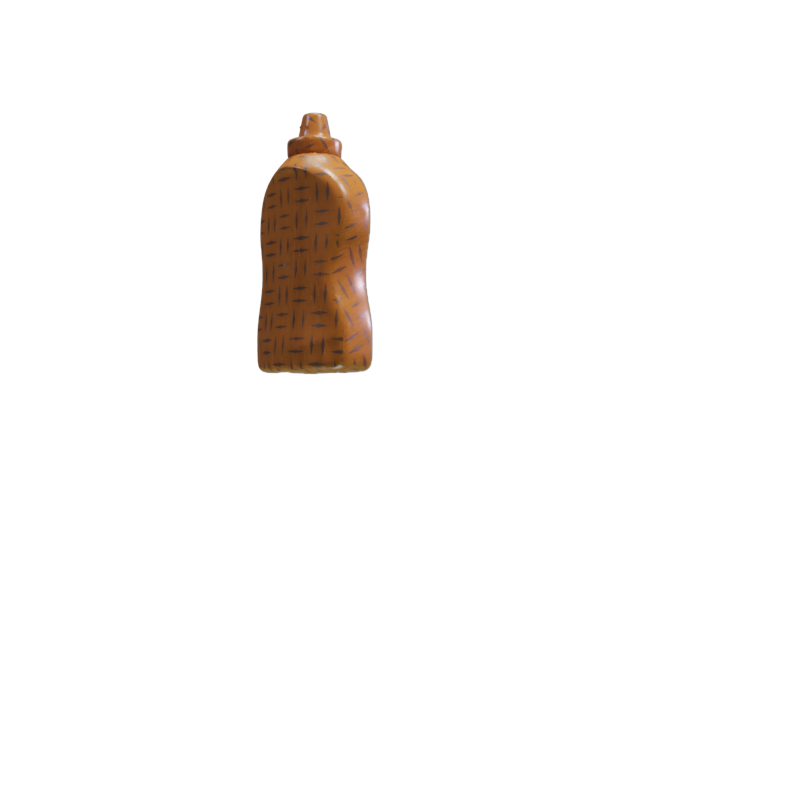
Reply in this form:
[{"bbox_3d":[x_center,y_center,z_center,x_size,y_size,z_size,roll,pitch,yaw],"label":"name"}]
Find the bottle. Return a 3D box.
[{"bbox_3d":[-0.063,-0.116,0.815,0.056,0.195,0.099,6,-9,-42],"label":"bottle"}]
